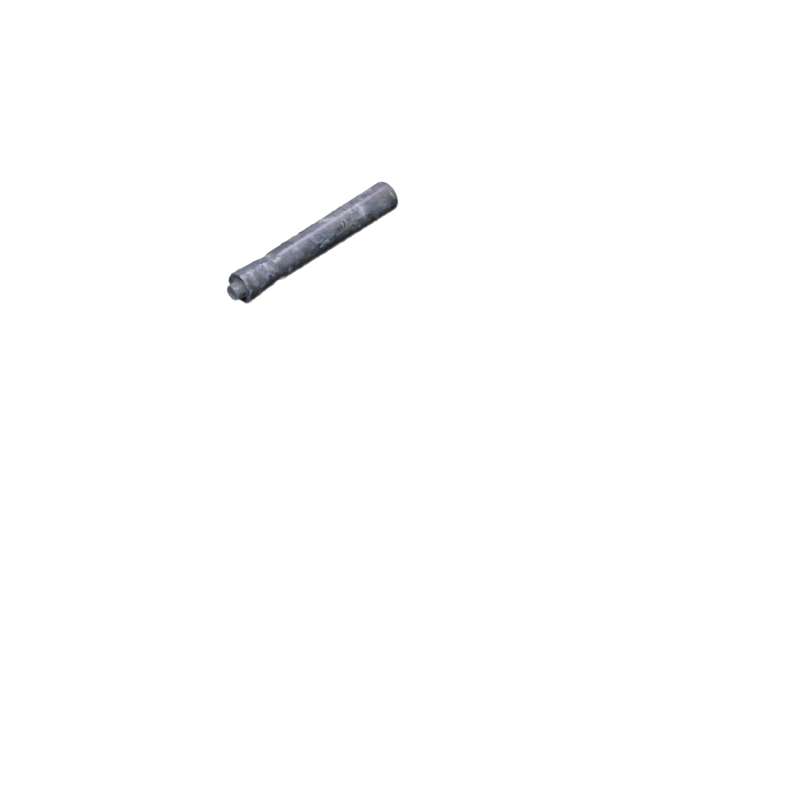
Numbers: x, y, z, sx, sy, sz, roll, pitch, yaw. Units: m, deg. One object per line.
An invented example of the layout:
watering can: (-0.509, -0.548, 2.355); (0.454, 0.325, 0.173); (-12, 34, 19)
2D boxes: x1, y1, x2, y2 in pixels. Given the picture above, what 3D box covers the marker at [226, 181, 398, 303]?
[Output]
marker: (-0.049, -0.089, 0.623); (0.122, 0.019, 0.021); (-38, 25, -31)
